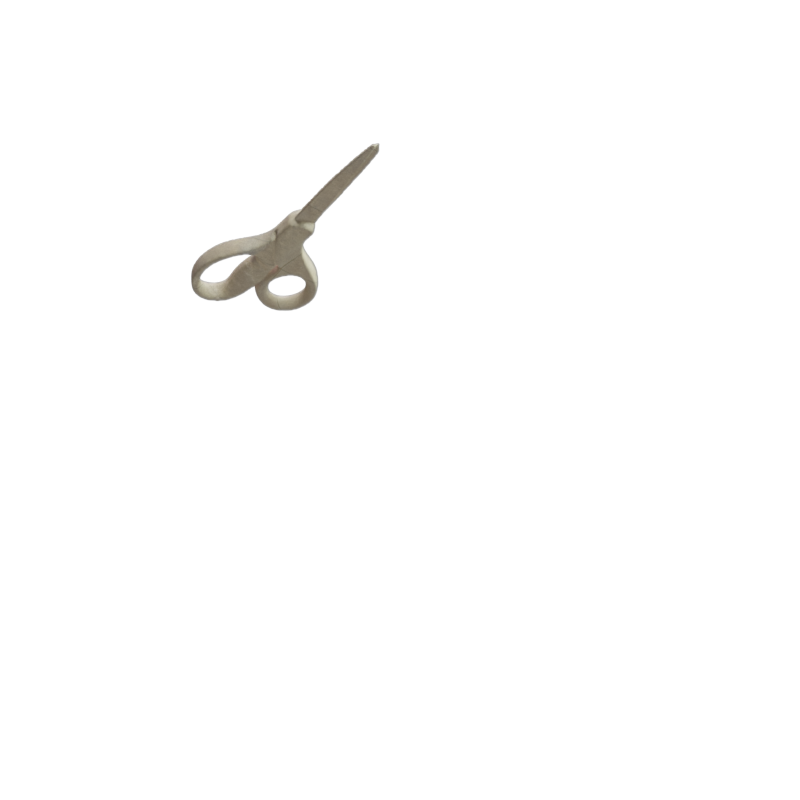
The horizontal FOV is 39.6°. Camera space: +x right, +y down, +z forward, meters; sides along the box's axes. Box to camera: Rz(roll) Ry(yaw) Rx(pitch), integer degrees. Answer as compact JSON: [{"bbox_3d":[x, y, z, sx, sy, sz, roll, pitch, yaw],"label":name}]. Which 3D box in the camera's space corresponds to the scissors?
[{"bbox_3d":[-0.057,-0.104,0.731,0.202,0.017,0.090,-23,-34,38],"label":"scissors"}]
